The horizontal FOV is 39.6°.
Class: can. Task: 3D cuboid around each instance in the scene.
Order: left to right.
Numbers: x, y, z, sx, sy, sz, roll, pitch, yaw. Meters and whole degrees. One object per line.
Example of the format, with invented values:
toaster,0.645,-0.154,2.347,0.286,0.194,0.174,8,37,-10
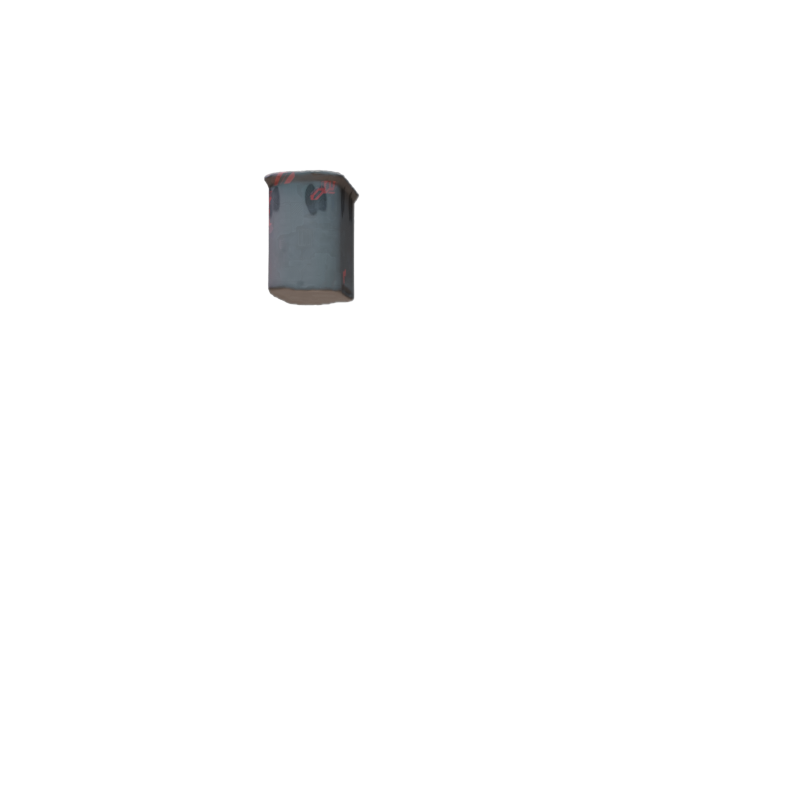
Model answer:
can,-0.063,-0.115,0.805,0.058,0.085,0.099,-1,-4,8
